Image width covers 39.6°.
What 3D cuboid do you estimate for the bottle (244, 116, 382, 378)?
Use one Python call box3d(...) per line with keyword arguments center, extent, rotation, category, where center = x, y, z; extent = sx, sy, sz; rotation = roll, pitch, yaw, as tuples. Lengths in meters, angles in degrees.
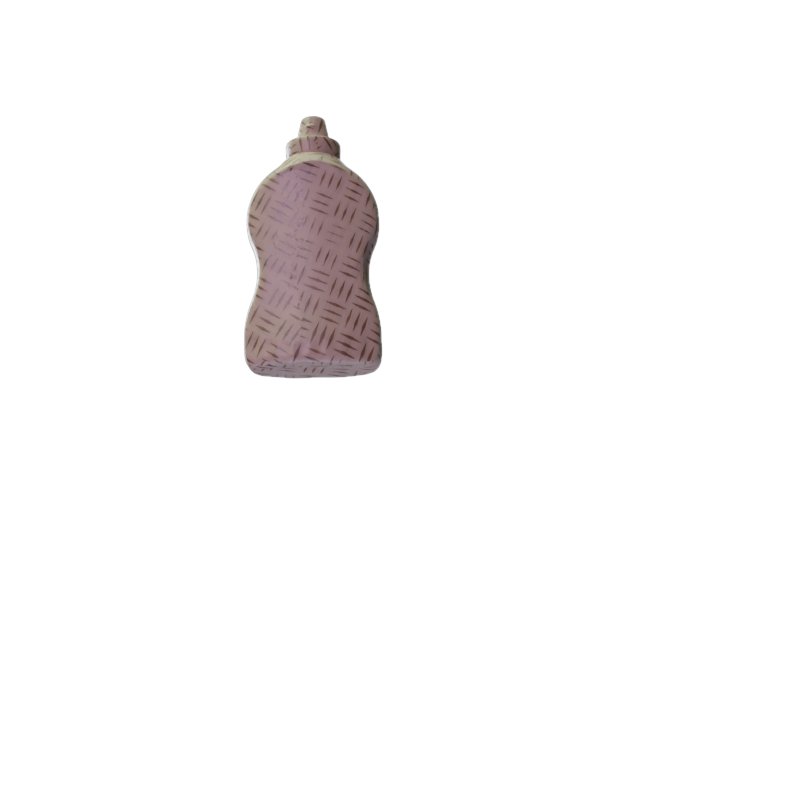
box3d(center=(-0.063, -0.115, 0.803), extent=(0.097, 0.200, 0.056), rotation=(-3, -17, 5), category="bottle")
